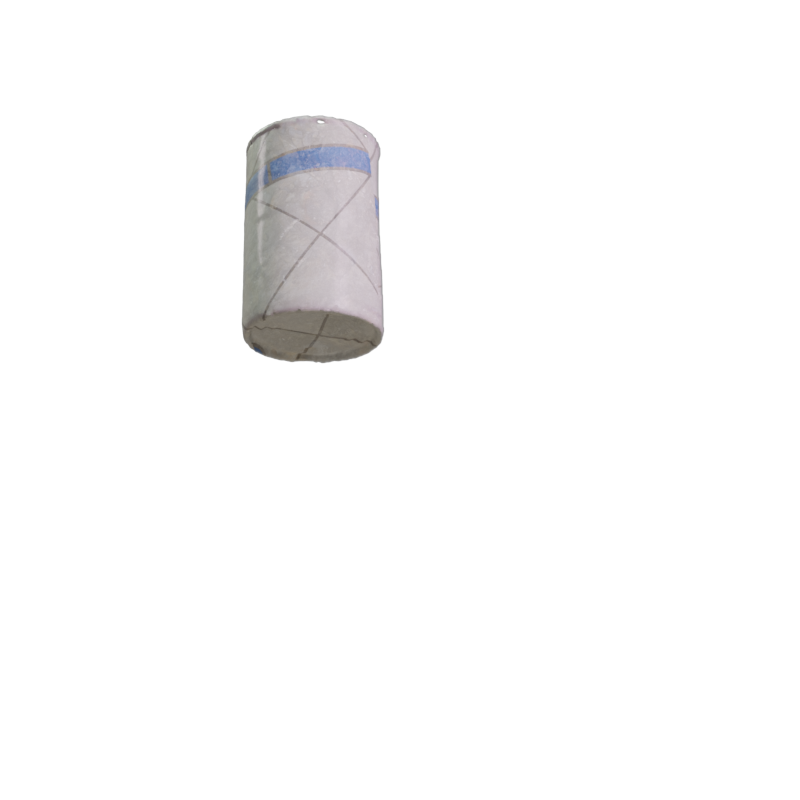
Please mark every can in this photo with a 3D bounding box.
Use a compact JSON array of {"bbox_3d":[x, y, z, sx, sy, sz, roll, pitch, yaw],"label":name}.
[{"bbox_3d":[-0.042,-0.077,0.537,0.068,0.108,0.065,0,-24,-2],"label":"can"}]
